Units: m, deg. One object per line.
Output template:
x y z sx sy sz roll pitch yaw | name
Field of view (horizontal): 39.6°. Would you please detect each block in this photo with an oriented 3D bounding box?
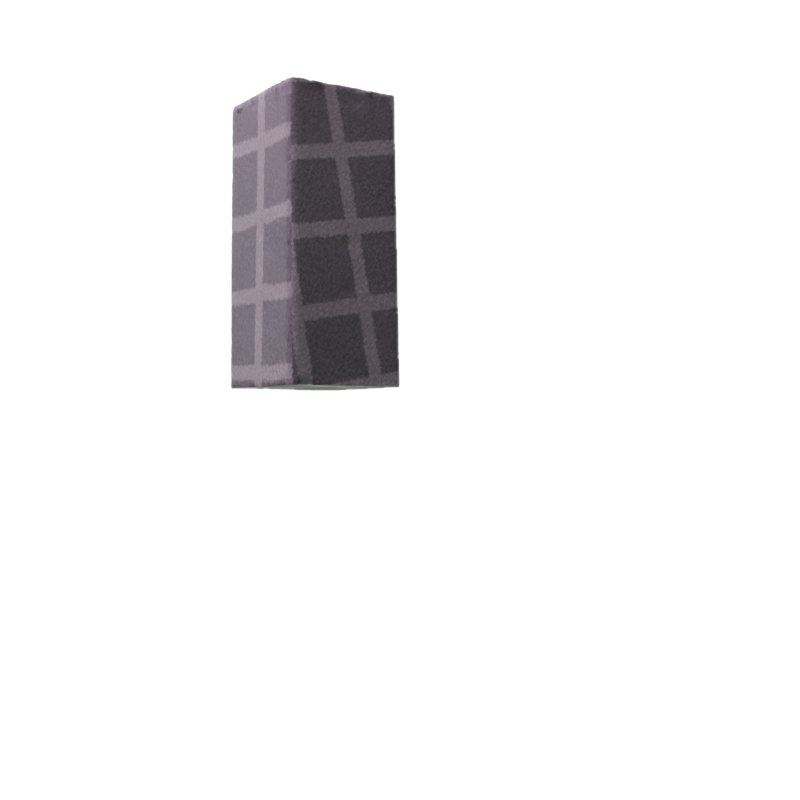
-0.062 -0.112 0.787 0.086 0.211 0.092 5 -10 -33 | block
